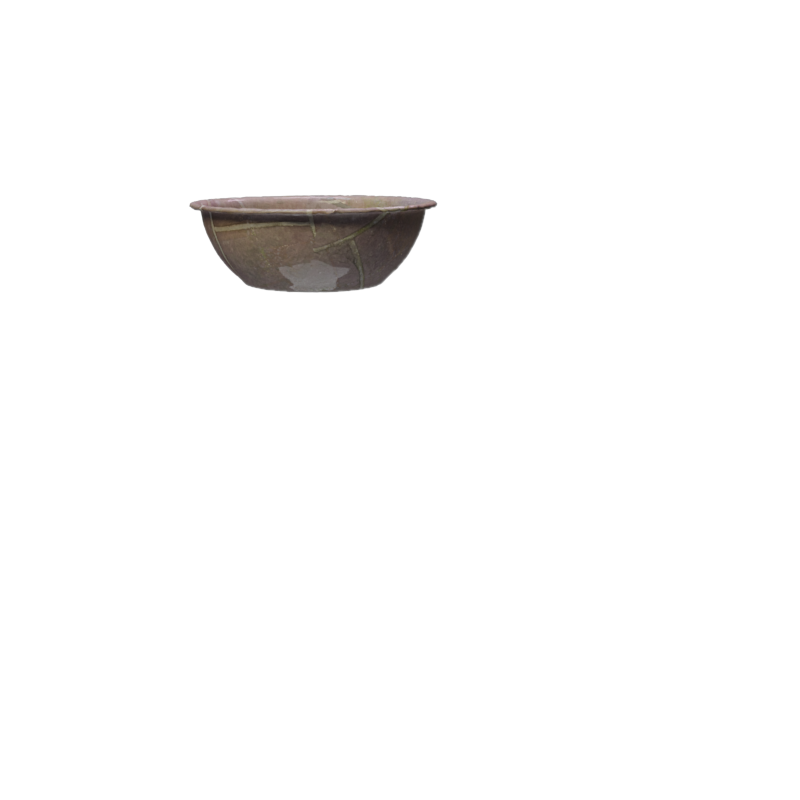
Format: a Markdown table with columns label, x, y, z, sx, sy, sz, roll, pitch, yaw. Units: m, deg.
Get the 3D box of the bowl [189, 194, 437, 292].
| label | x | y | z | sx | sy | sz | roll | pitch | yaw |
| --- | --- | --- | --- | --- | --- | --- | --- | --- | --- |
| bowl | -0.057 | -0.104 | 0.728 | 0.162 | 0.054 | 0.166 | 0 | 13 | -2 |
